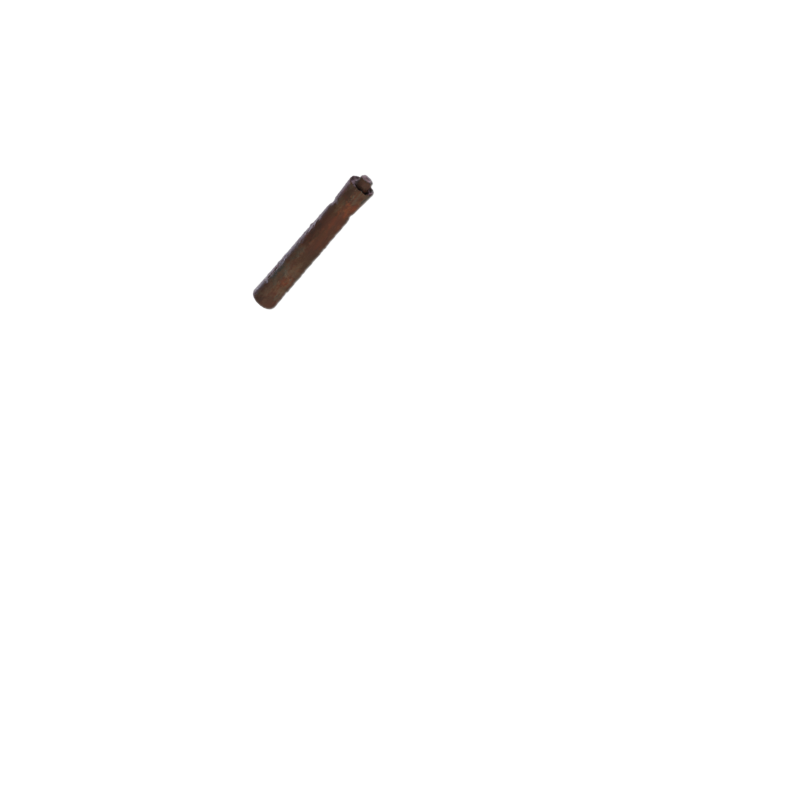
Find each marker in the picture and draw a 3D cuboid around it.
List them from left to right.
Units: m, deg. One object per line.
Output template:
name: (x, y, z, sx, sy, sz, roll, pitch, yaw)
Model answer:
marker: (-0.058, -0.105, 0.738, 0.118, 0.021, 0.019, -44, -23, 30)
